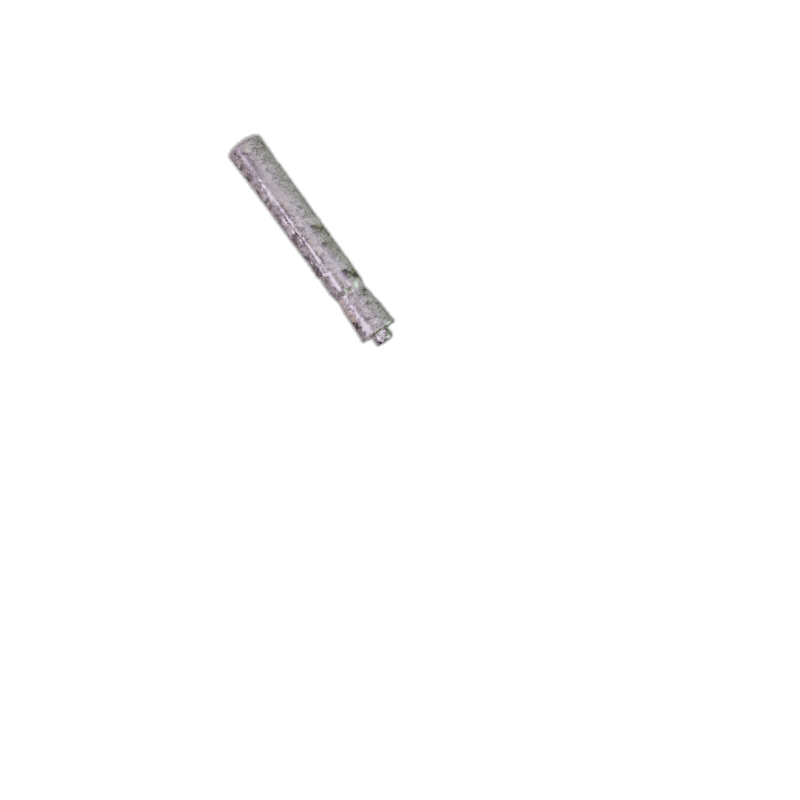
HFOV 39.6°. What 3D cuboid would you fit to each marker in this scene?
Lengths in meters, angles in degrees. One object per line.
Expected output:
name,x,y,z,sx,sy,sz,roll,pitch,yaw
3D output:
marker,-0.043,-0.078,0.545,0.020,0.124,0.019,-34,-10,-7
